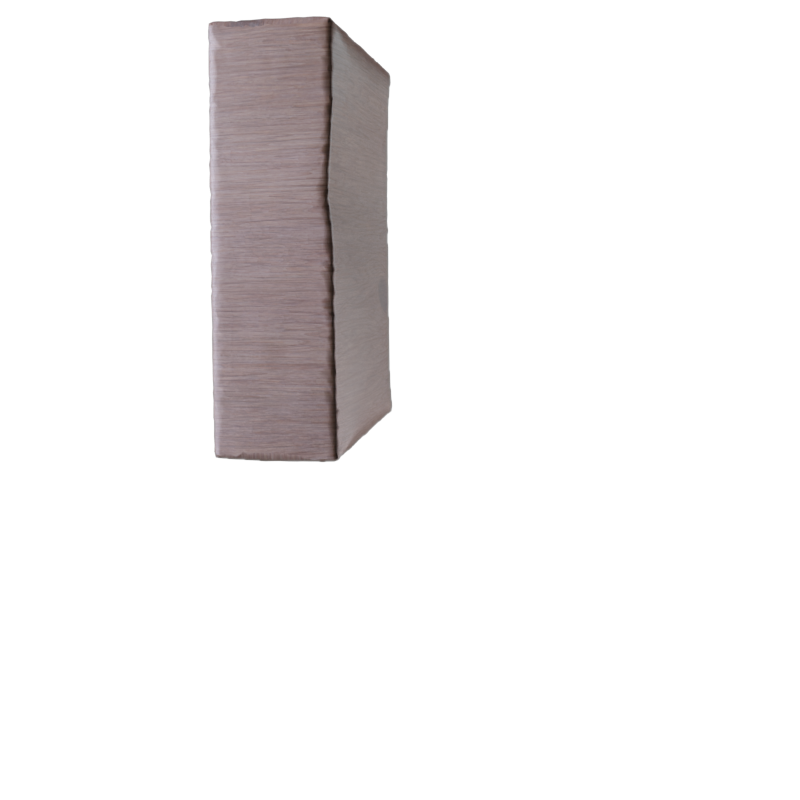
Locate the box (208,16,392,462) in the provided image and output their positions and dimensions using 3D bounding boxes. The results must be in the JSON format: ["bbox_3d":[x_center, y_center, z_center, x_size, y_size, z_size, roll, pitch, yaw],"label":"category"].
[{"bbox_3d":[-0.048,-0.087,0.607,0.073,0.214,0.162,0,2,10],"label":"box"}]
